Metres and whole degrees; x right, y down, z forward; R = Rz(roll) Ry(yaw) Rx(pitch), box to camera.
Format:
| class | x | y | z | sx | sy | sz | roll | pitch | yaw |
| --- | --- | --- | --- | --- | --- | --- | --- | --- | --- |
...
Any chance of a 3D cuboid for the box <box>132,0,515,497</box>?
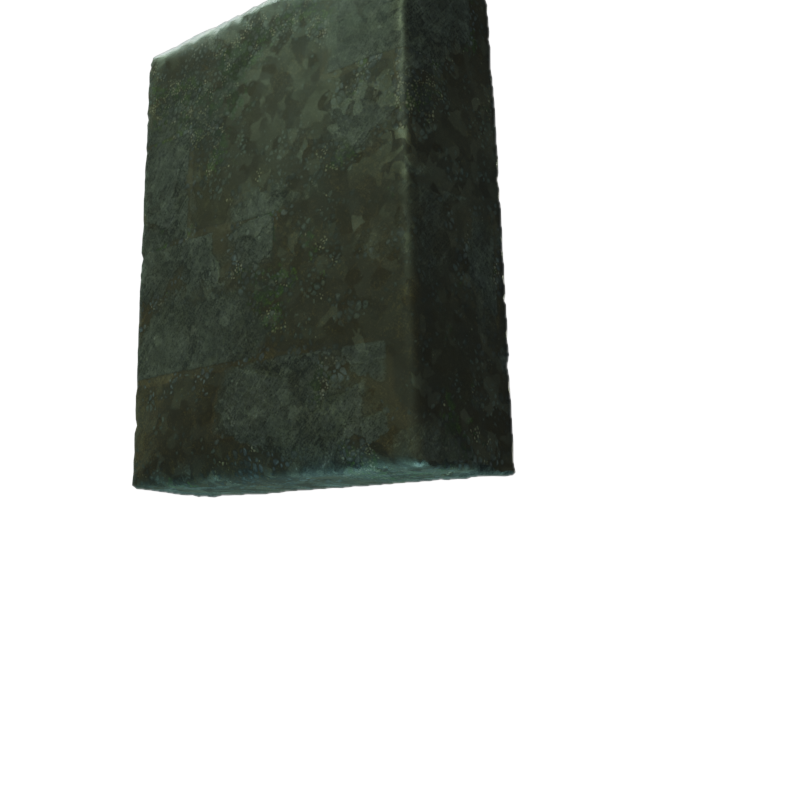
| class | x | y | z | sx | sy | sz | roll | pitch | yaw |
| --- | --- | --- | --- | --- | --- | --- | --- | --- | --- |
| box | -0.038 | -0.070 | 0.491 | 0.168 | 0.222 | 0.068 | -12 | -19 | 39 |
